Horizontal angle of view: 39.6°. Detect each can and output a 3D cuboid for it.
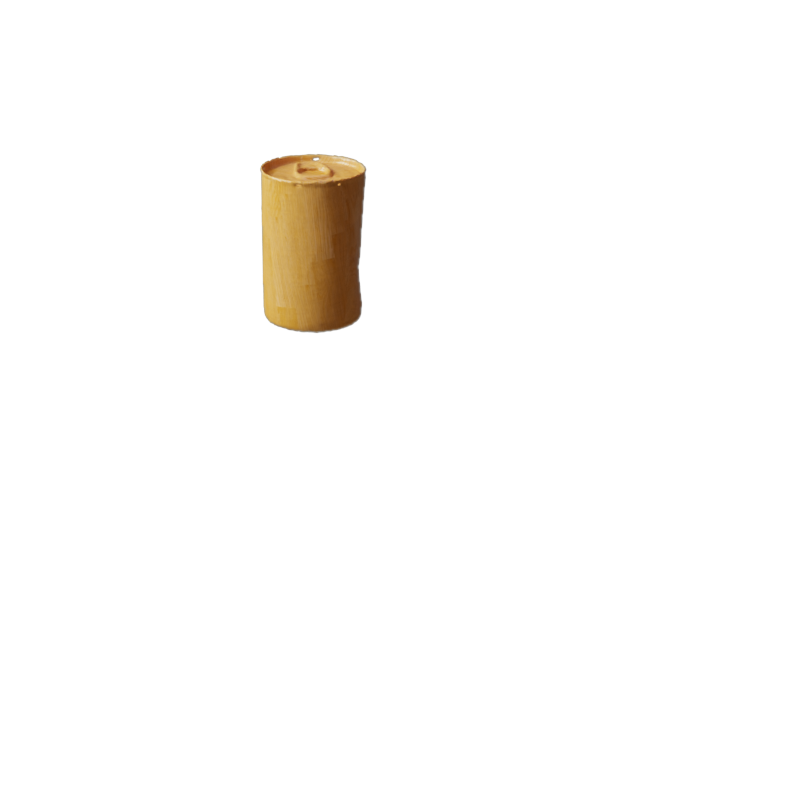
[{"bbox_3d":[-0.057,-0.104,0.726,0.068,0.097,0.072,0,22,-2],"label":"can"}]
